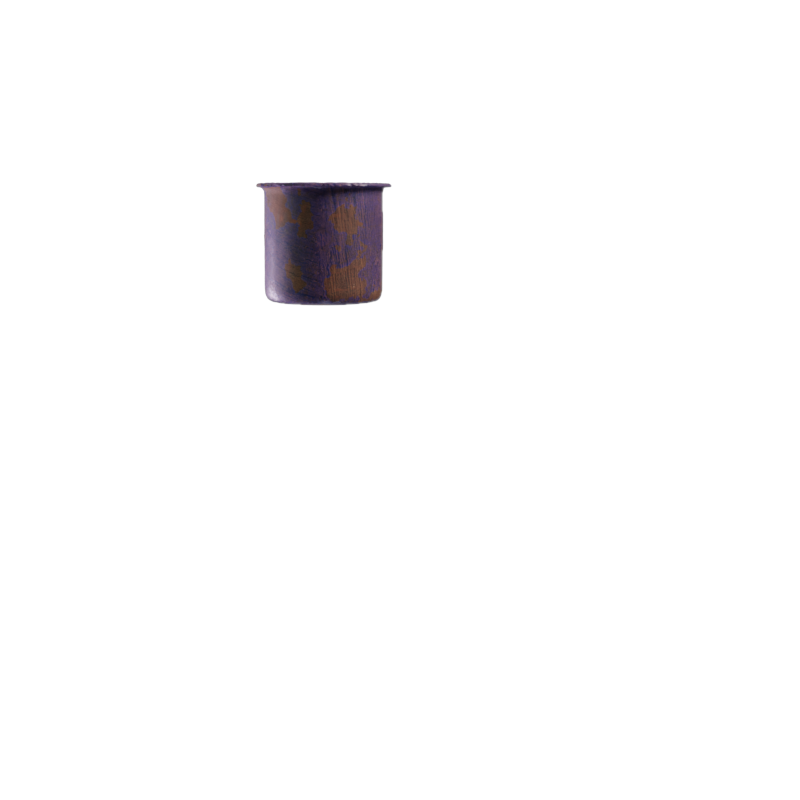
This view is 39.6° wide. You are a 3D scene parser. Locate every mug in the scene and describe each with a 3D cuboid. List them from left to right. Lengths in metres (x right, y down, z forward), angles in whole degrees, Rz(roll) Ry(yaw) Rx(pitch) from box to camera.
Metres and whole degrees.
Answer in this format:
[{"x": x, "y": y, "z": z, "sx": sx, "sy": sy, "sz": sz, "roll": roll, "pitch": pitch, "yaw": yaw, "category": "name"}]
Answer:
[{"x": -0.061, "y": -0.111, "z": 0.776, "sx": 0.090, "sy": 0.081, "sz": 0.123, "roll": -5, "pitch": 9, "yaw": -38, "category": "mug"}]
